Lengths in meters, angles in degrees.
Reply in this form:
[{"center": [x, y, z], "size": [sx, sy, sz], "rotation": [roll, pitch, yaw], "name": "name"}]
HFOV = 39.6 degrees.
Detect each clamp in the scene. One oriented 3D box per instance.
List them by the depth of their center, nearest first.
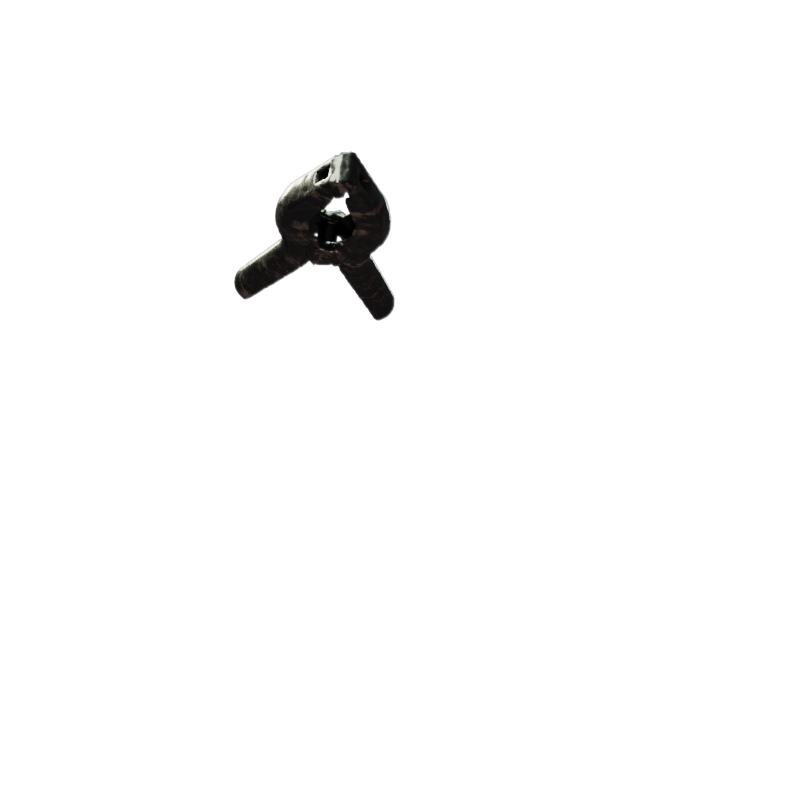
[{"center": [-0.061, -0.111, 0.781], "size": [0.120, 0.042, 0.160], "rotation": [1, -33, -1], "name": "clamp"}]
